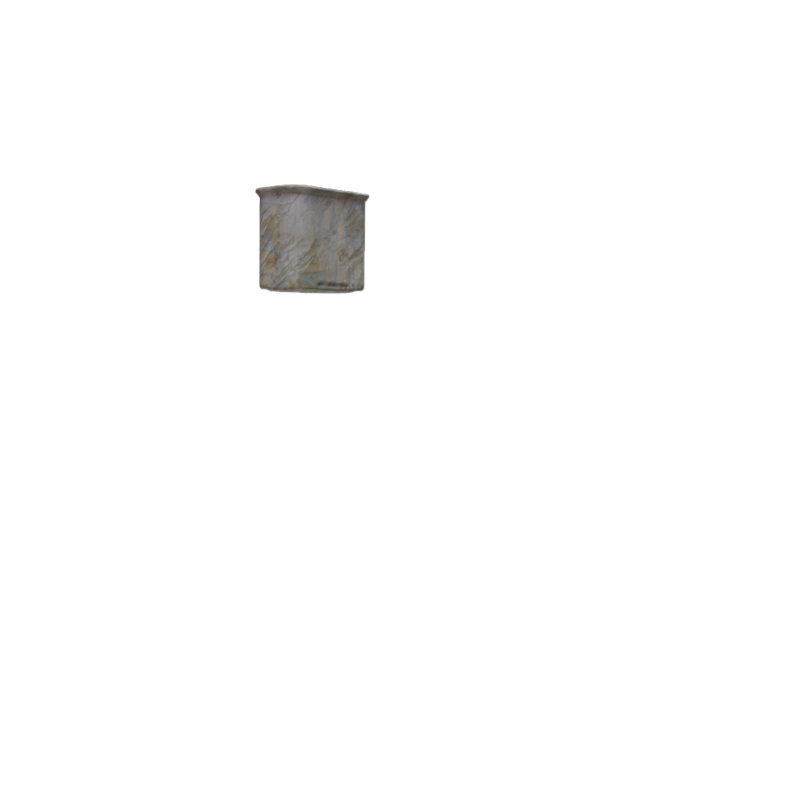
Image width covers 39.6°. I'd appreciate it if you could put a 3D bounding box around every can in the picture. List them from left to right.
[{"bbox_3d":[-0.072,-0.131,0.920,0.059,0.084,0.098,-2,-1,39],"label":"can"}]
